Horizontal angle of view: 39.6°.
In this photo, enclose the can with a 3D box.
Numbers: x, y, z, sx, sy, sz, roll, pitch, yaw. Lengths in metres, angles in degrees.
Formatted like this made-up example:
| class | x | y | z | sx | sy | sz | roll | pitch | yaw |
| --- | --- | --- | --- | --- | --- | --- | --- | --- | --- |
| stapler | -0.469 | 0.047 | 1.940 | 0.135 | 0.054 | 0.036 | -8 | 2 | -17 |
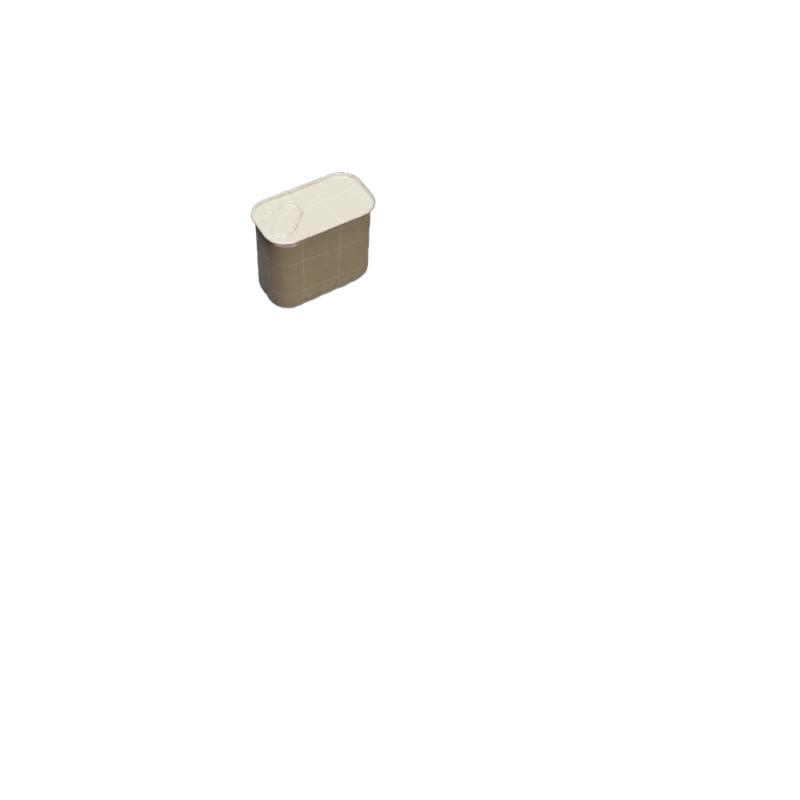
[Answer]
| class | x | y | z | sx | sy | sz | roll | pitch | yaw |
| --- | --- | --- | --- | --- | --- | --- | --- | --- | --- |
| can | -0.074 | -0.135 | 0.944 | 0.101 | 0.062 | 0.078 | -24 | -35 | -21 |
